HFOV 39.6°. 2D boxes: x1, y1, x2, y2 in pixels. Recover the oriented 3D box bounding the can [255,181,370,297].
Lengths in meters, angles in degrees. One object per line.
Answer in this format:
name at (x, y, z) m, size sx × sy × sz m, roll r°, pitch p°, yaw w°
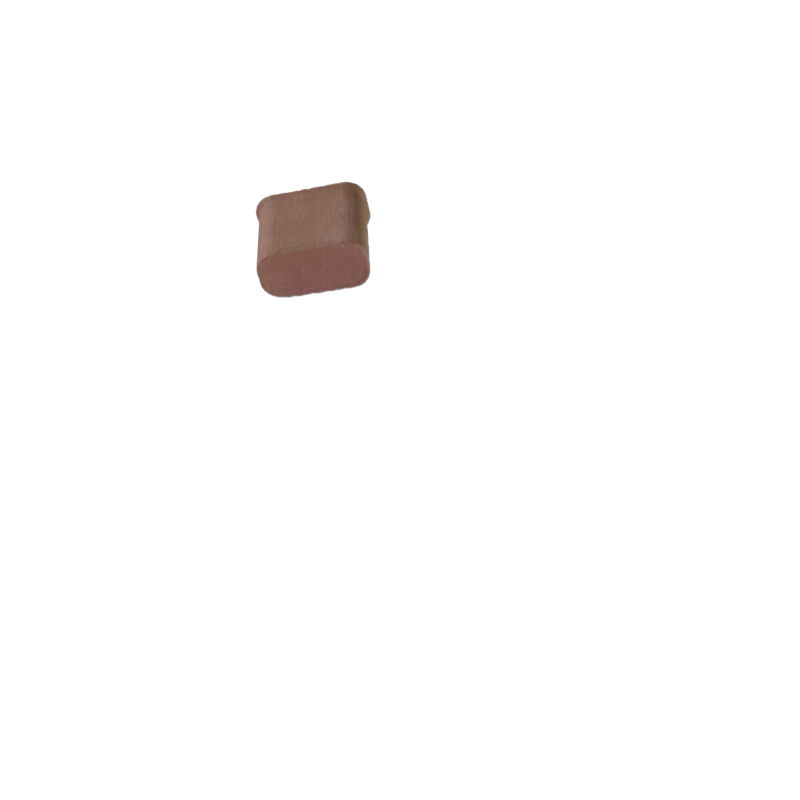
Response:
can at (-0.077, -0.140, 0.977) m, size 0.102 × 0.053 × 0.090 m, roll -9°, pitch 43°, yaw 7°
